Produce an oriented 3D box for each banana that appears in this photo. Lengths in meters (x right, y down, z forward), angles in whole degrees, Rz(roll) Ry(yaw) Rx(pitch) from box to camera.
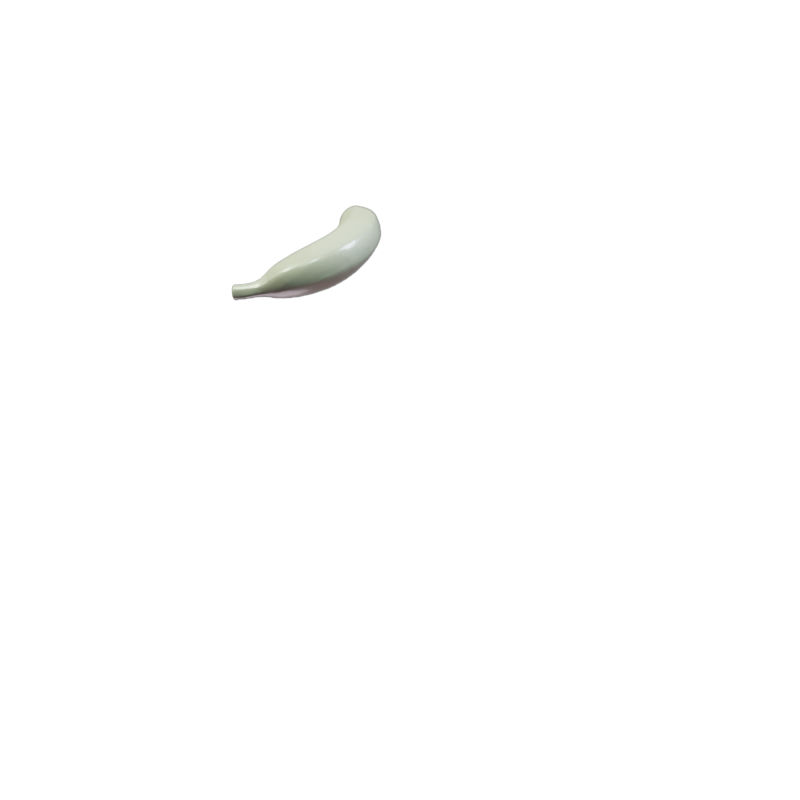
[{"bbox_3d":[-0.056,-0.123,0.892,0.072,0.035,0.200,12,29,23],"label":"banana"}]
